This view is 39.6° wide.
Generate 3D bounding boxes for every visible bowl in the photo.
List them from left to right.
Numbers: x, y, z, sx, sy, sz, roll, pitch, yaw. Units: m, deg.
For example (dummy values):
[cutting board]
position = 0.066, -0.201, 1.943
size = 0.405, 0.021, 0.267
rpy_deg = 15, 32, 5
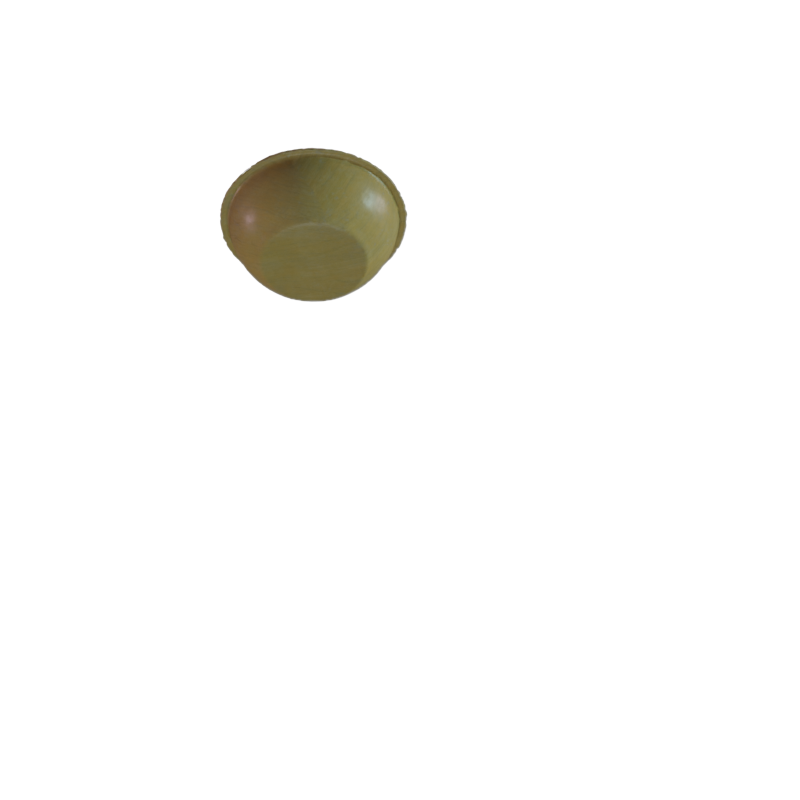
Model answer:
[bowl]
position = -0.074, -0.134, 0.942
size = 0.162, 0.059, 0.151
rpy_deg = 1, -44, -1
